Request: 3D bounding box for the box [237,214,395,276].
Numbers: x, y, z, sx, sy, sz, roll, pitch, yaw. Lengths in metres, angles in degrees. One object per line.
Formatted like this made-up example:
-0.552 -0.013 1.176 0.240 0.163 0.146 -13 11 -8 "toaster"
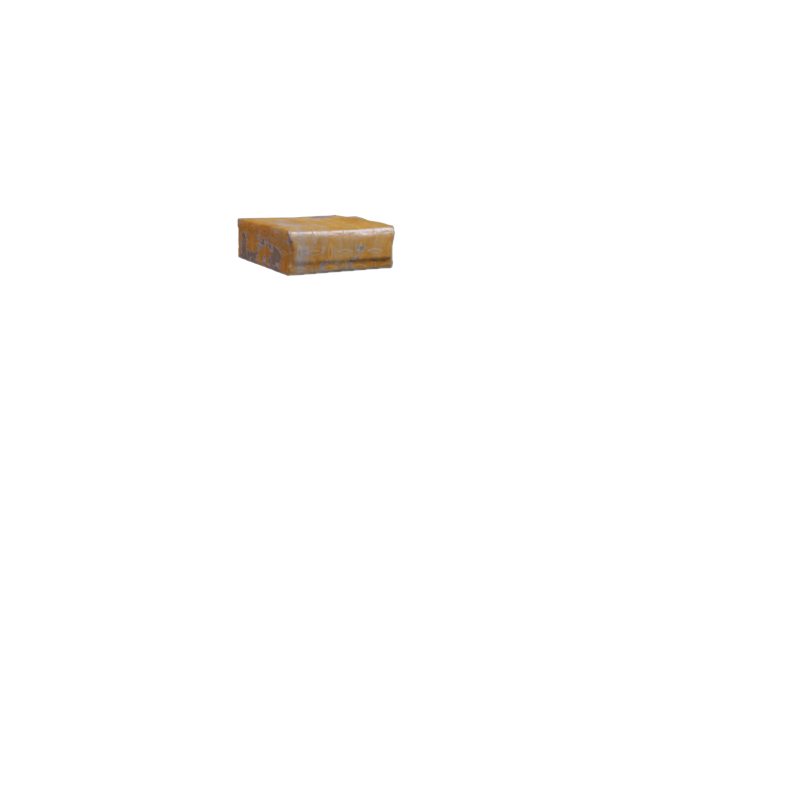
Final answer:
-0.056 -0.102 0.712 0.071 0.029 0.094 -6 15 -26 "box"
